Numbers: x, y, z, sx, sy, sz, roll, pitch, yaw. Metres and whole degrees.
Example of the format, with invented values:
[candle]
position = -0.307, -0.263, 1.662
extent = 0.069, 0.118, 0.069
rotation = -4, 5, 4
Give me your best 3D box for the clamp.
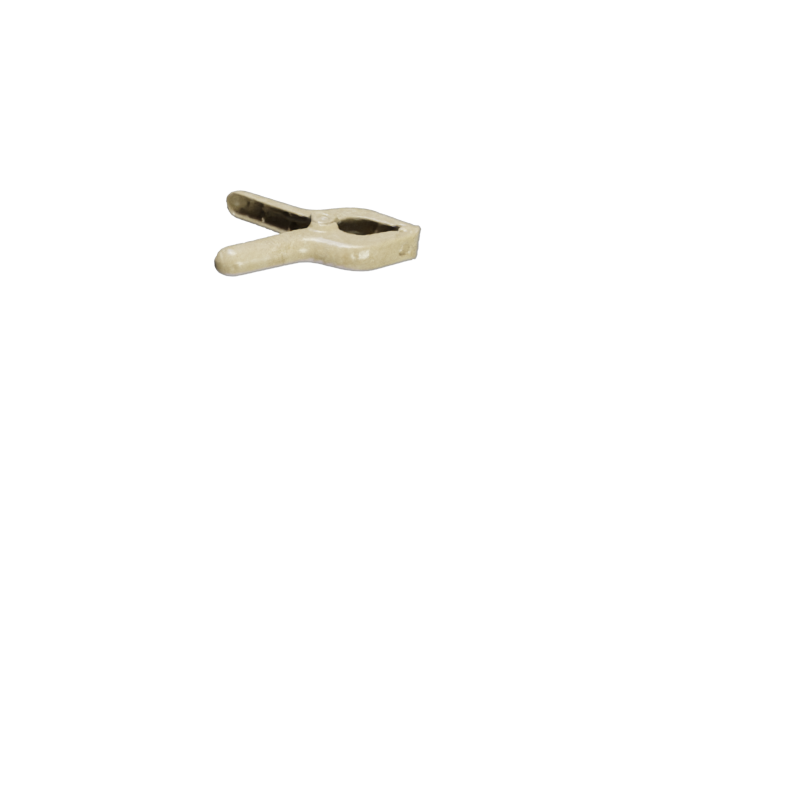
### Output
[clamp]
position = -0.071, -0.130, 0.910
extent = 0.173, 0.037, 0.127
rotation = 6, 40, 7
